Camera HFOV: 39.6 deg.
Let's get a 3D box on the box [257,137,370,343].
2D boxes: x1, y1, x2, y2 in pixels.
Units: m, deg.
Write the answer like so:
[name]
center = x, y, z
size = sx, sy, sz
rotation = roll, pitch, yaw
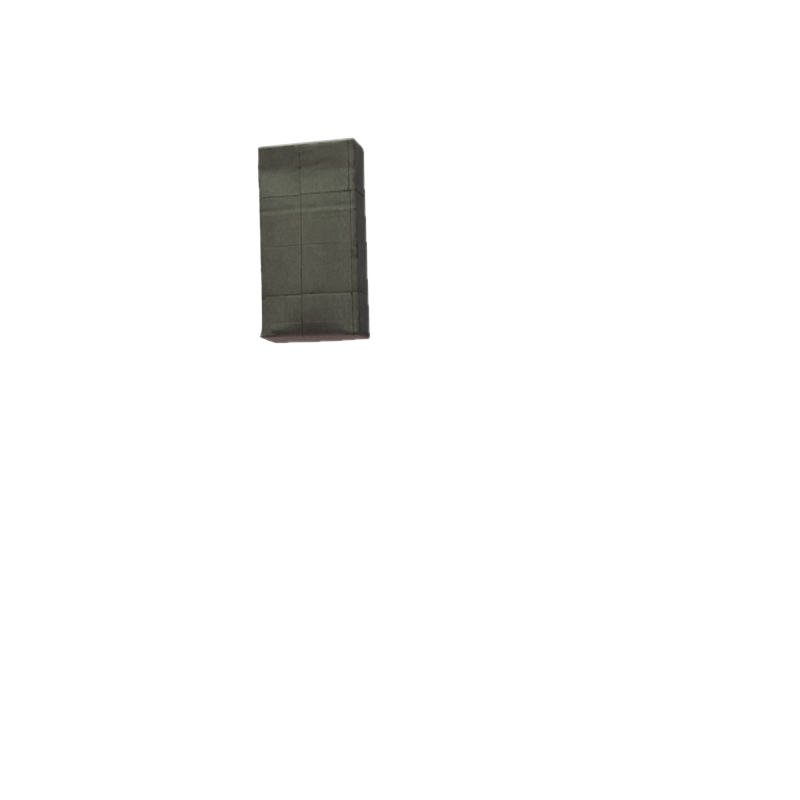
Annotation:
[box]
center = -0.077, -0.141, 0.991
size = 0.095, 0.181, 0.046
rotation = -3, -11, 15
